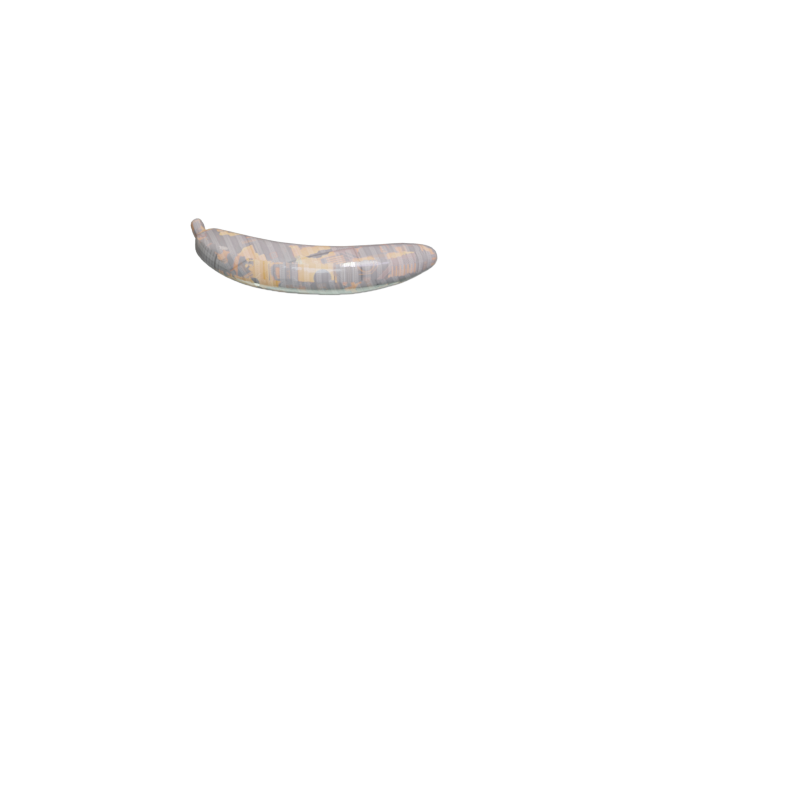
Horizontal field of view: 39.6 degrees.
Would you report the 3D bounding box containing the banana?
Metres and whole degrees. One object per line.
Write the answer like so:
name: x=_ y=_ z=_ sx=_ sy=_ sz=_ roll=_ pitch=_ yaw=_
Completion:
banana: x=-0.074 y=-0.108 z=0.838 sx=0.201 sy=0.073 sz=0.034 roll=10 pitch=-43 yaw=9
